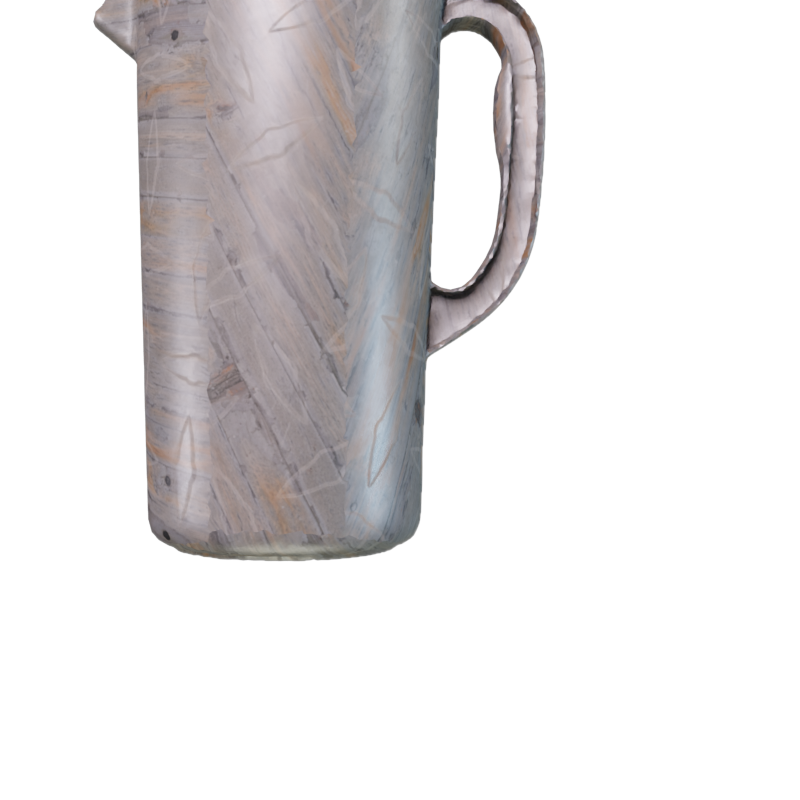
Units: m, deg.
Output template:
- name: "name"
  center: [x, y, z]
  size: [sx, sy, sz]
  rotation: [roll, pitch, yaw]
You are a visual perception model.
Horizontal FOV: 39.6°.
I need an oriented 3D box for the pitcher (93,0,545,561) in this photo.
- name: "pitcher"
  center: [-0.036, -0.065, 0.455]
  size: [0.138, 0.247, 0.154]
  rotation: [5, -8, -44]
